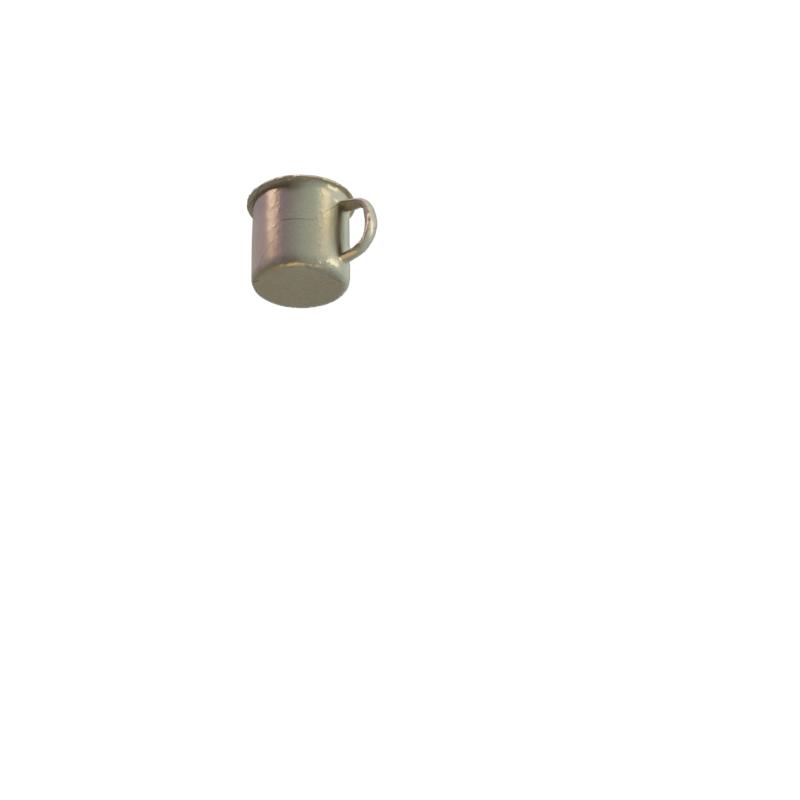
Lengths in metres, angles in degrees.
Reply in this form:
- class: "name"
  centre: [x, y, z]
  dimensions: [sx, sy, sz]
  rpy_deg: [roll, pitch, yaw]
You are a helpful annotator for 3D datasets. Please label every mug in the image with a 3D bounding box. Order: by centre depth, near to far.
- class: "mug"
  centre: [-0.072, -0.132, 0.922]
  dimensions: [0.119, 0.087, 0.086]
  rpy_deg: [-13, -29, 23]
